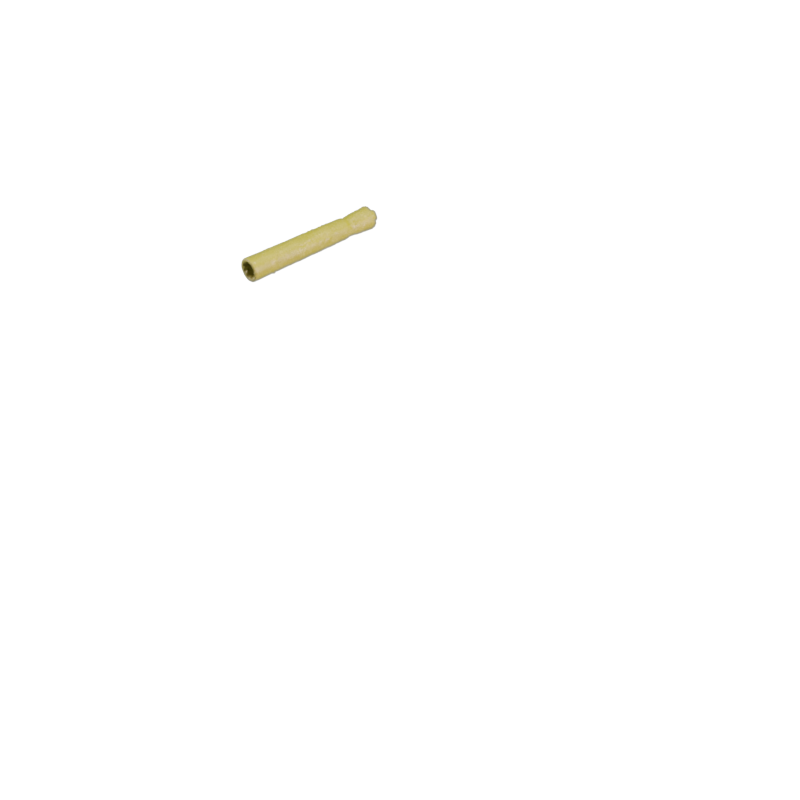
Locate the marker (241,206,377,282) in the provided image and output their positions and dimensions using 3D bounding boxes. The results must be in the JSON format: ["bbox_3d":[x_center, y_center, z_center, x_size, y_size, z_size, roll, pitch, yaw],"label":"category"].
[{"bbox_3d":[-0.066,-0.120,0.838,0.120,0.019,0.021,-29,20,-31],"label":"marker"}]
